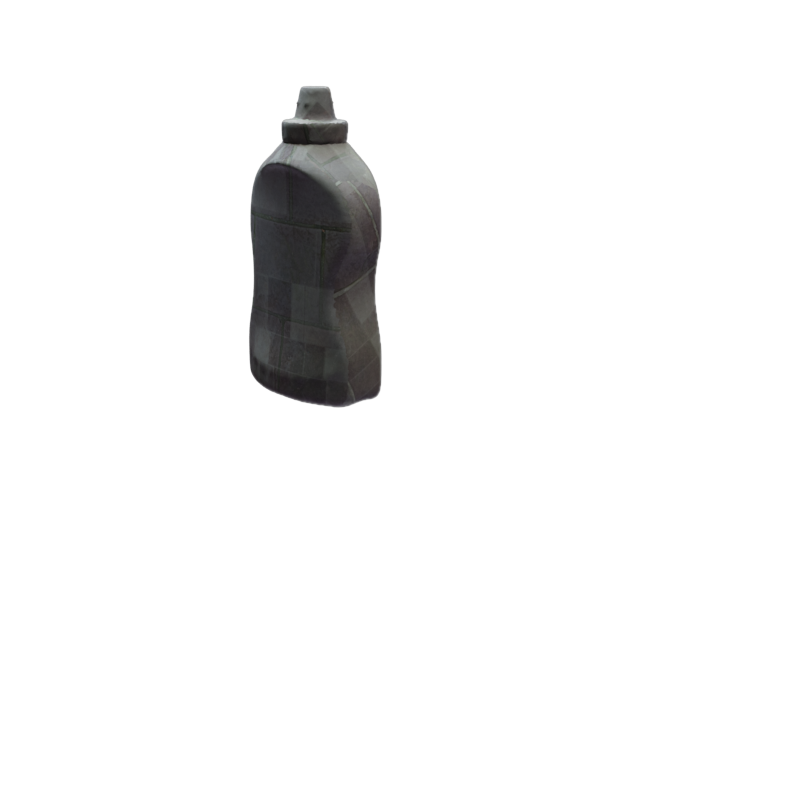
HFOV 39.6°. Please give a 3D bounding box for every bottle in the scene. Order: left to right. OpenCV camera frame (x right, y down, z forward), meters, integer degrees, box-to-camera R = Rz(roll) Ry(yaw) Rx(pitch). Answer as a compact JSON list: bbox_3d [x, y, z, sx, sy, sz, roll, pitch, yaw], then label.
[{"bbox_3d":[-0.054,-0.099,0.691,0.057,0.187,0.101,-9,16,-41],"label":"bottle"}]
